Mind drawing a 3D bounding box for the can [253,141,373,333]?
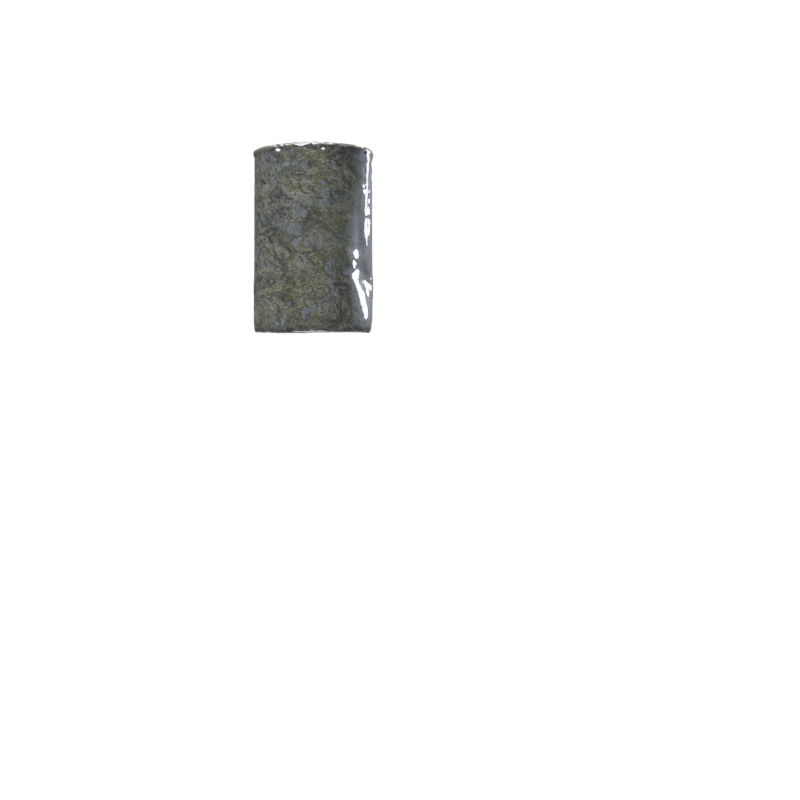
[{"bbox_3d":[-0.049,-0.089,0.623,0.068,0.103,0.068,0,-2,-2],"label":"can"}]
